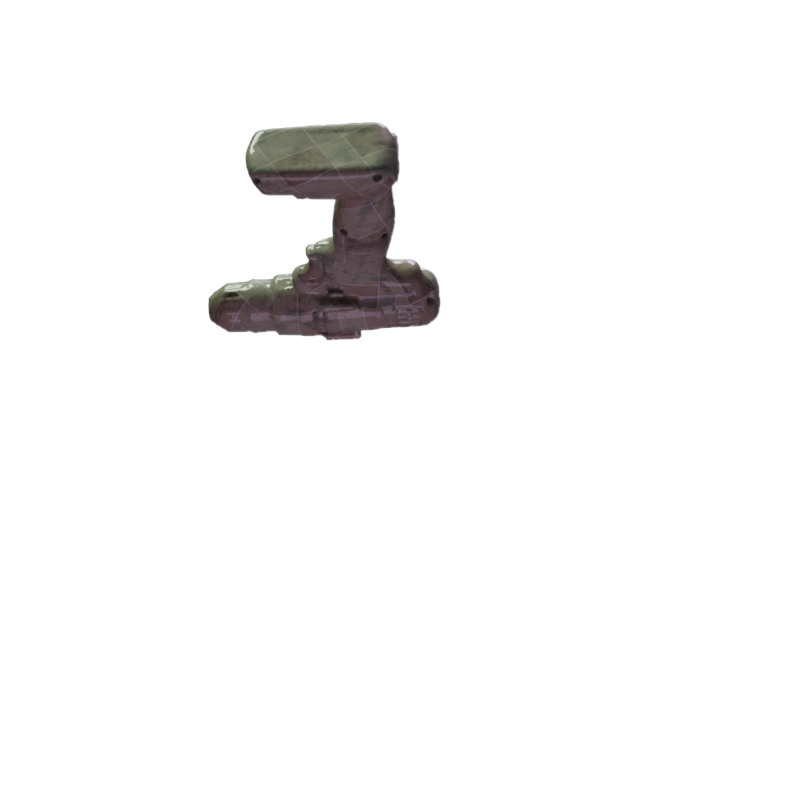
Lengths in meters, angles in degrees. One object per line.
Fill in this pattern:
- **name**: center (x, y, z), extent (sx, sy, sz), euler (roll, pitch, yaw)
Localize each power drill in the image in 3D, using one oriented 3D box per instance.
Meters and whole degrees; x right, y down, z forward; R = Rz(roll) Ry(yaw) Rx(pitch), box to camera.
- **power drill**: center (-0.065, -0.119, 0.831), extent (0.185, 0.062, 0.174), euler (-3, -39, 4)
